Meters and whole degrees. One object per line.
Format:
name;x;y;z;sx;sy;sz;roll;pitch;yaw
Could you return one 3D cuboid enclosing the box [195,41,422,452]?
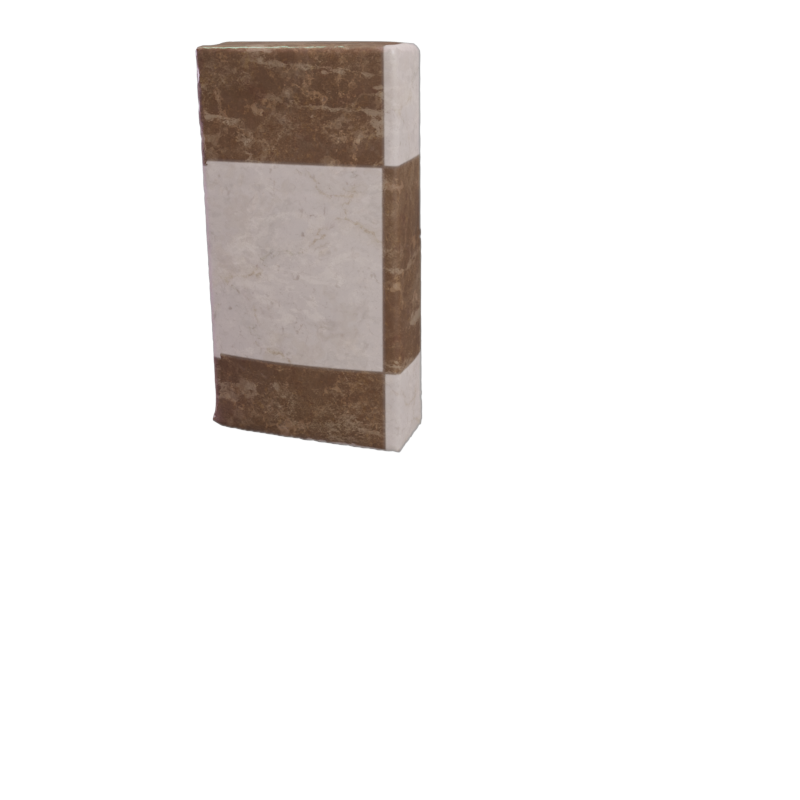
box;-0.038;-0.071;0.495;0.096;0.171;0.048;6;13;19
